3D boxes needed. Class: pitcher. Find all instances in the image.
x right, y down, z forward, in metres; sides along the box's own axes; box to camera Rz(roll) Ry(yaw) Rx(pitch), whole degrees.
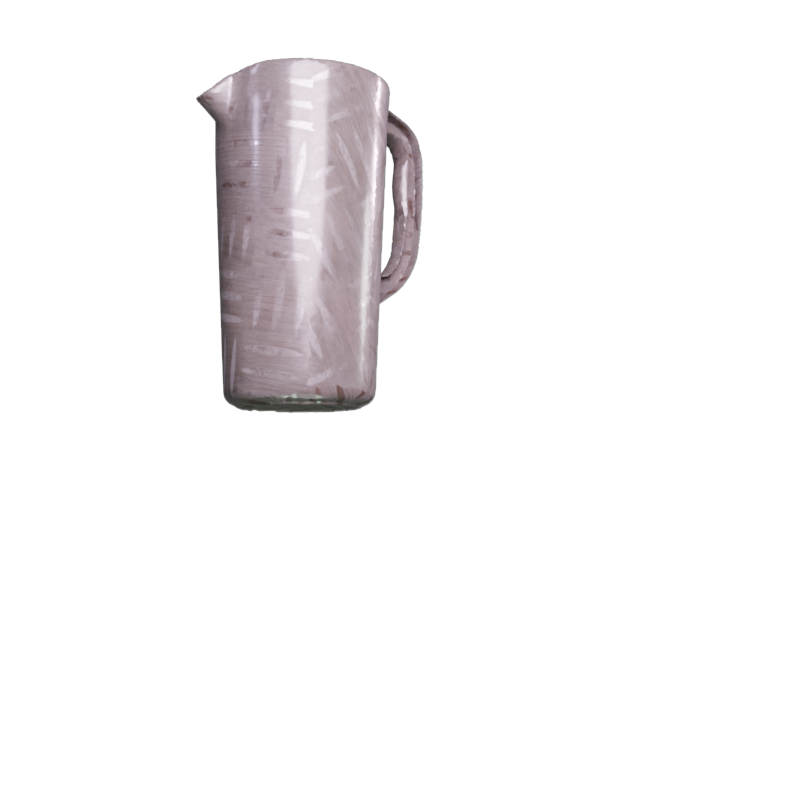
[{"bbox_3d":[-0.063,-0.116,0.811,0.151,0.250,0.139,-2,-11,10],"label":"pitcher"}]
